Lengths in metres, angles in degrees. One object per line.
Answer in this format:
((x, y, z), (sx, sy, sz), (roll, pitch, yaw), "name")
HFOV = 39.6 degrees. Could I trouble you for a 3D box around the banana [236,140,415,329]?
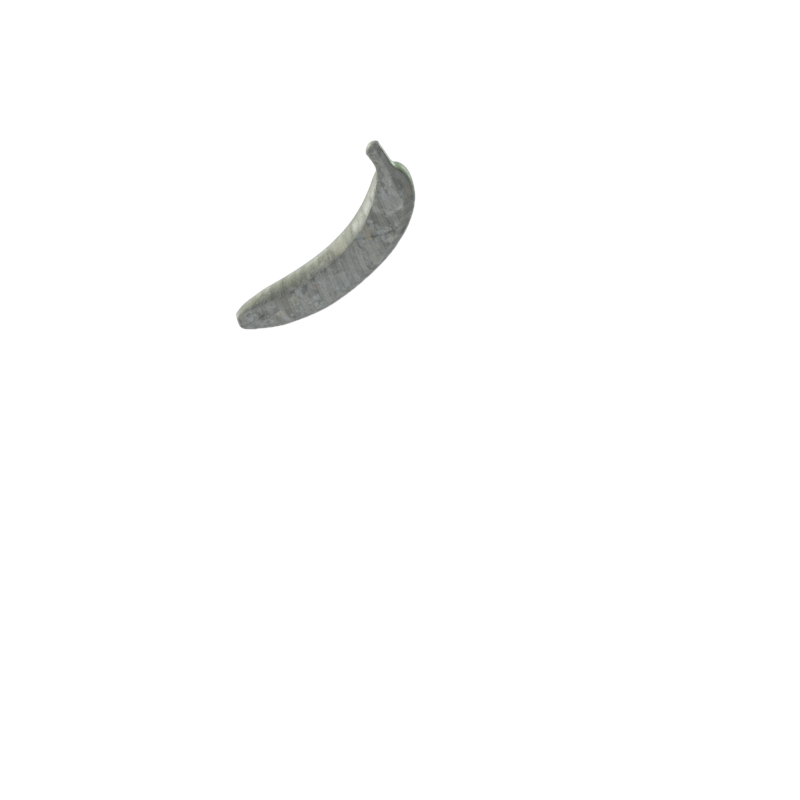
((-0.045, -0.110, 0.805), (0.067, 0.039, 0.192), (26, -52, -23), "banana")
